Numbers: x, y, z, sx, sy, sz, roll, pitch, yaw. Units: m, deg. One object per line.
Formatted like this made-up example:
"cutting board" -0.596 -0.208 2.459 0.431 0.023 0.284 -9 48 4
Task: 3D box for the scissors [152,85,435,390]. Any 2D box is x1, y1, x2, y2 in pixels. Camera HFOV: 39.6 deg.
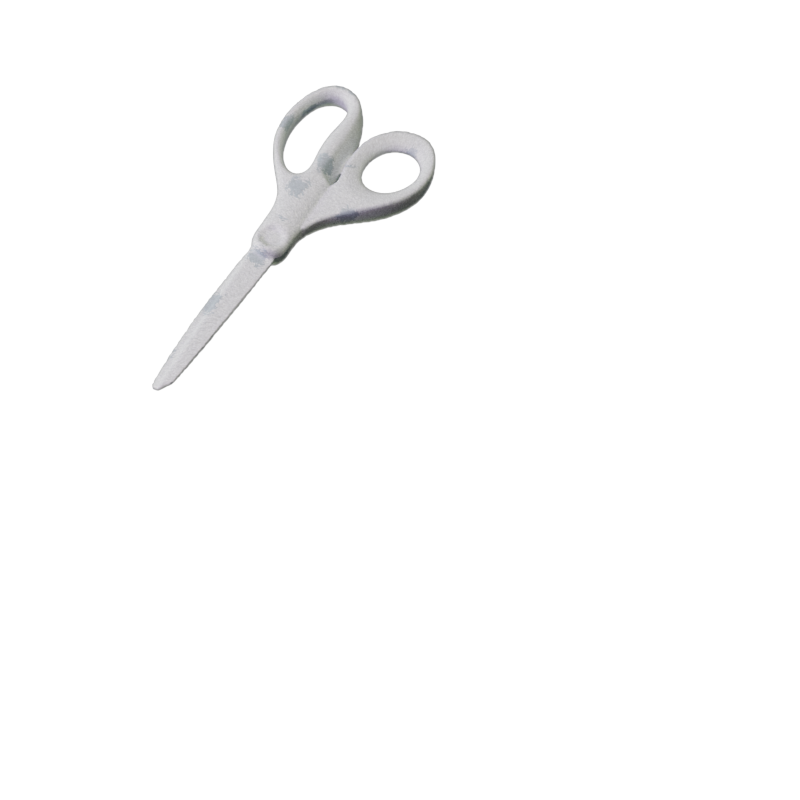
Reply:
"scissors" -0.044 -0.079 0.557 0.098 0.212 0.015 12 -32 7
